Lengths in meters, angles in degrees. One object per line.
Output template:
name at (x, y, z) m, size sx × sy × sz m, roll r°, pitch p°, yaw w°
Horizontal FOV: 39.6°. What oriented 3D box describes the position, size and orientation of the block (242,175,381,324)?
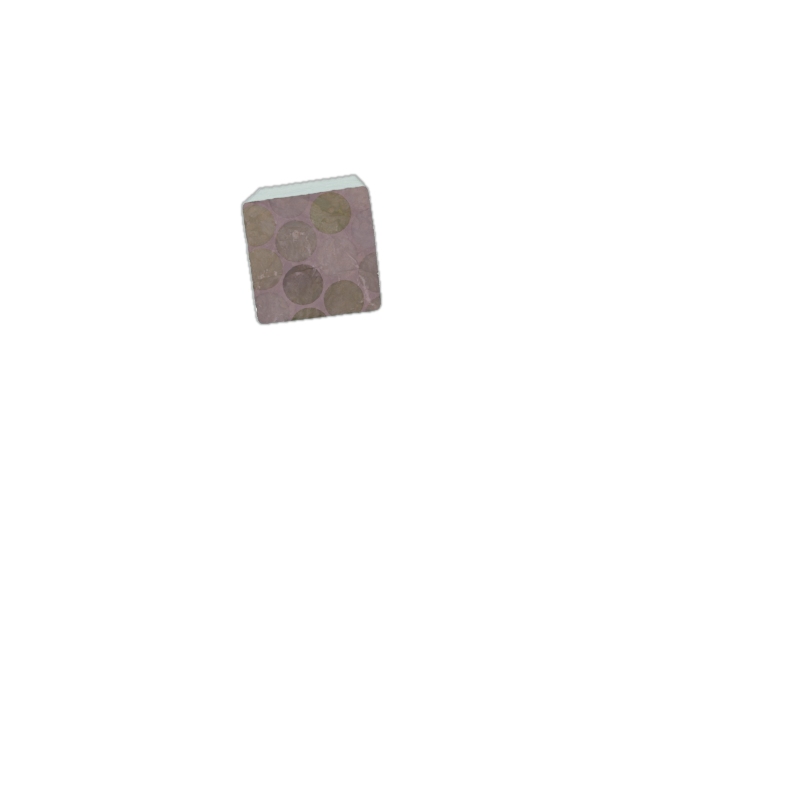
block at (-0.068, -0.124, 0.871) m, size 0.090 × 0.088 × 0.211 m, roll -7°, pitch 13°, yaw -2°
